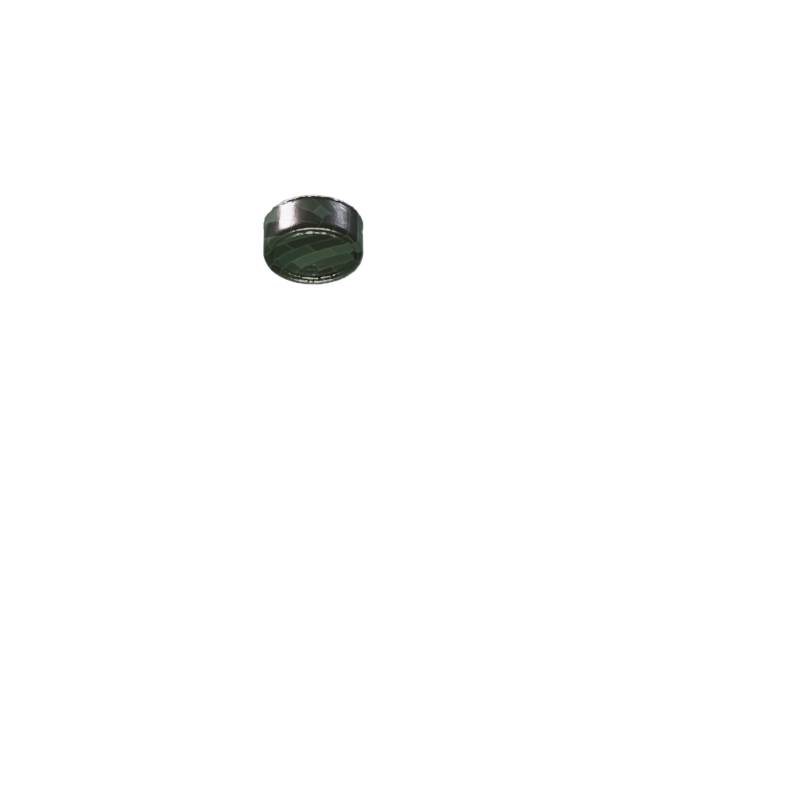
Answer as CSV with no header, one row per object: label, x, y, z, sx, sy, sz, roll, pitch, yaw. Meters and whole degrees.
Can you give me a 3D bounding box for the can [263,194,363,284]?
can,-0.073,-0.134,0.938,0.086,0.036,0.080,1,-31,-2
